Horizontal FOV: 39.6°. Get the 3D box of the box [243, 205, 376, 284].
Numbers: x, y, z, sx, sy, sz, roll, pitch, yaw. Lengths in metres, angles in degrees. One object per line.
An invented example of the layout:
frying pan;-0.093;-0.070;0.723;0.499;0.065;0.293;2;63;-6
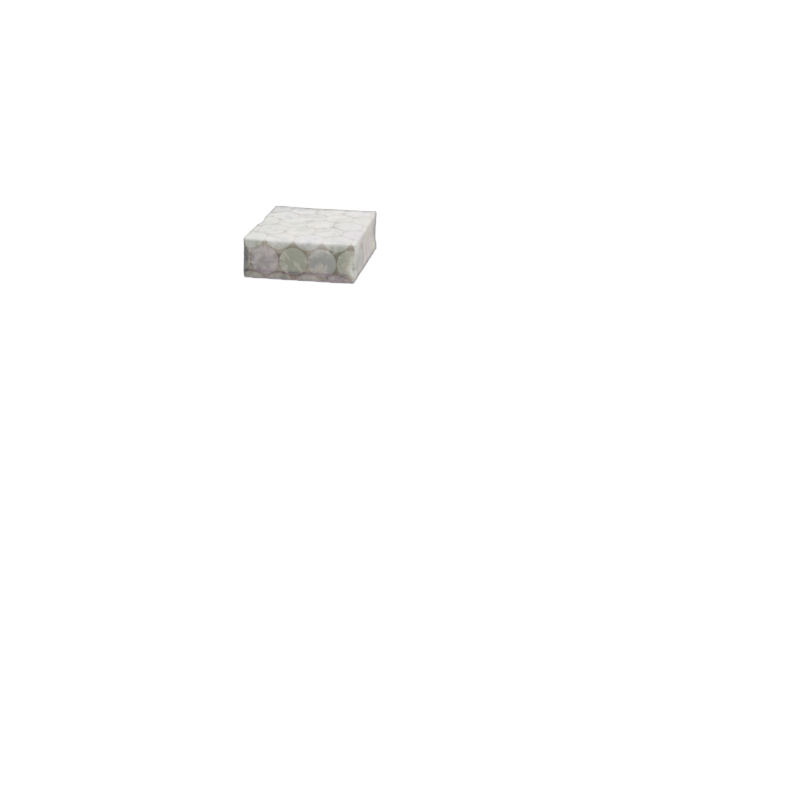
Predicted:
box;-0.058;-0.106;0.739;0.074;0.029;0.092;4;23;9
